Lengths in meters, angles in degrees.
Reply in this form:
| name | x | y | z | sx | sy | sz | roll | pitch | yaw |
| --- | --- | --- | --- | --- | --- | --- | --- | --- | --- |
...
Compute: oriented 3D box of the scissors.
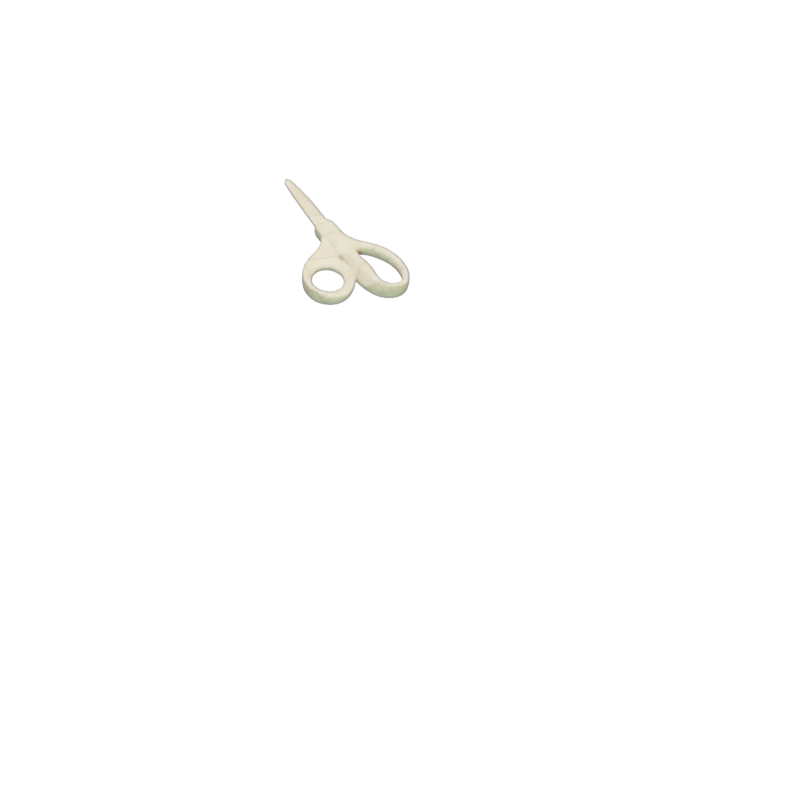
| name | x | y | z | sx | sy | sz | roll | pitch | yaw |
| --- | --- | --- | --- | --- | --- | --- | --- | --- | --- |
| scissors | -0.075 | -0.137 | 0.960 | 0.096 | 0.015 | 0.217 | -26 | 45 | -29 |
